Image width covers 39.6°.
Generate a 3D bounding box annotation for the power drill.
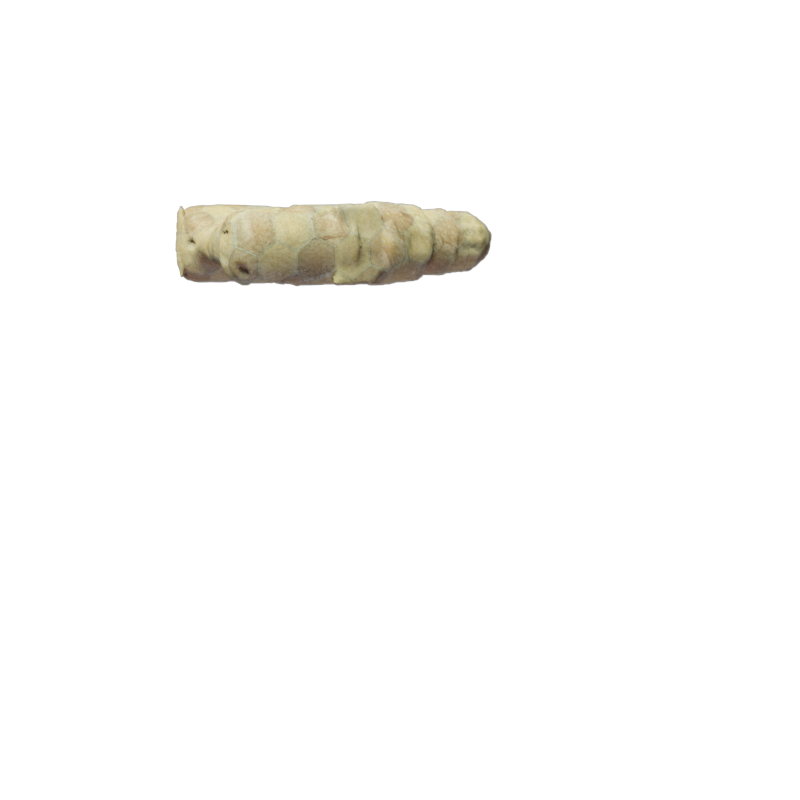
[{"bbox_3d":[-0.058,-0.106,0.746,0.179,0.057,0.195,-3,7,-29],"label":"power drill"}]
